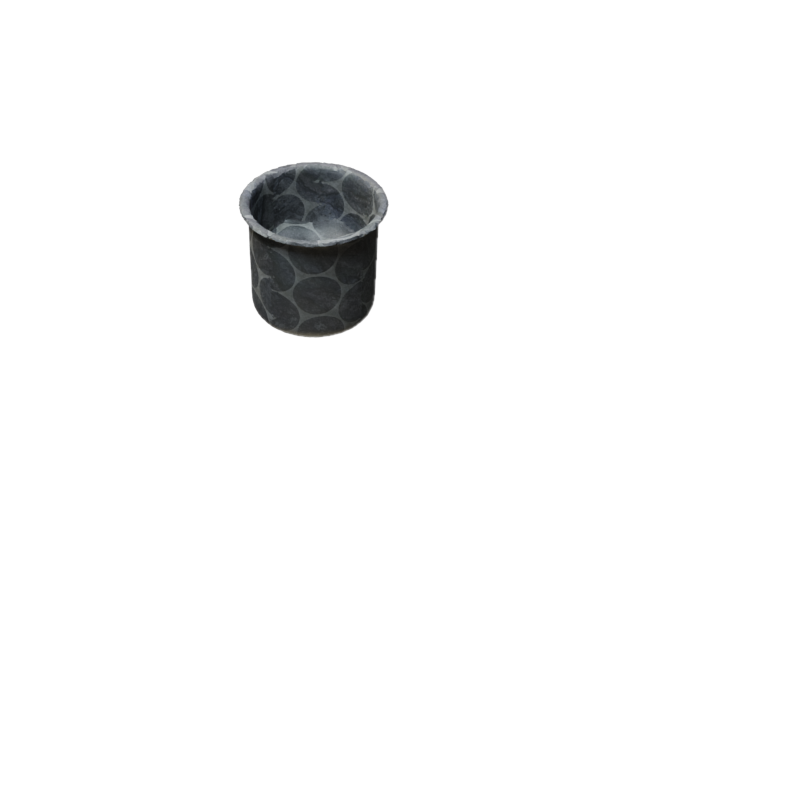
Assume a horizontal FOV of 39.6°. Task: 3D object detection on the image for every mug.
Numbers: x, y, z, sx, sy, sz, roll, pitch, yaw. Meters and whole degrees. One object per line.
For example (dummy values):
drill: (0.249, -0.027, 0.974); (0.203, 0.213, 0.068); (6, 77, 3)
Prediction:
mug: (-0.057, -0.103, 0.724); (0.093, 0.076, 0.126); (-1, 40, -3)
